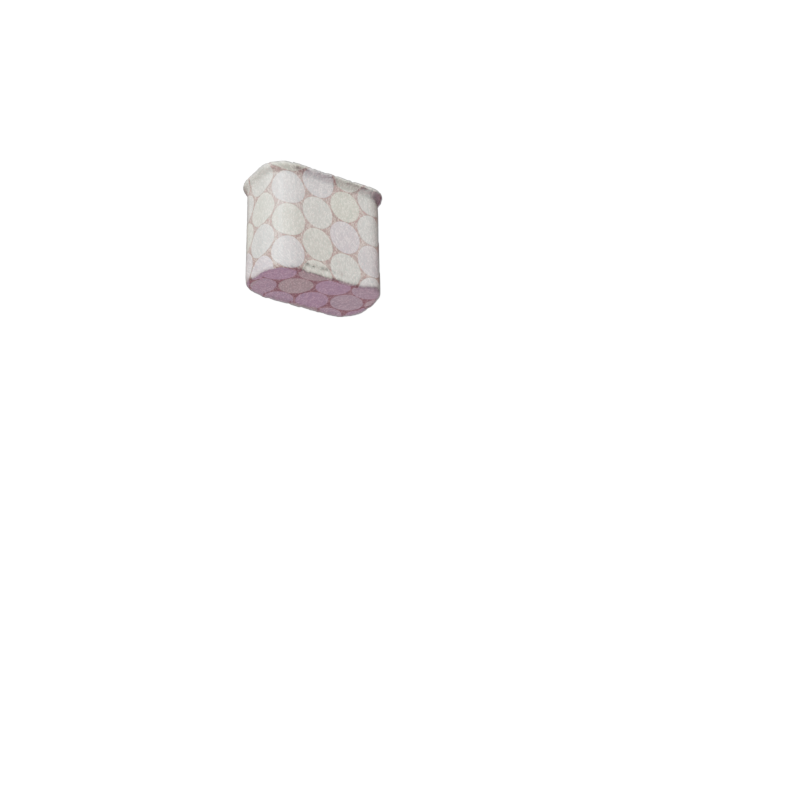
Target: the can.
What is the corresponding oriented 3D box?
[{"bbox_3d":[-0.062,-0.114,0.797,0.097,0.089,0.057,14,-29,-30],"label":"can"}]
